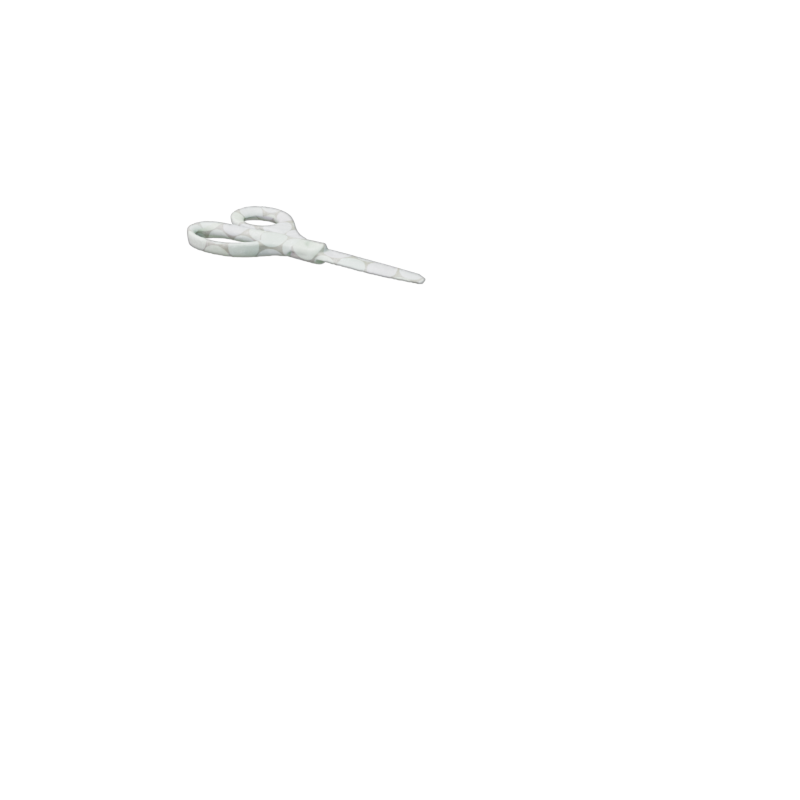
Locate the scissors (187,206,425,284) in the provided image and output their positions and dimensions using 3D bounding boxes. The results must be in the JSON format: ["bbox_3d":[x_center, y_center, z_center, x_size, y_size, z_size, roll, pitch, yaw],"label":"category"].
[{"bbox_3d":[-0.068,-0.125,0.874,0.207,0.015,0.099,9,30,16],"label":"scissors"}]
